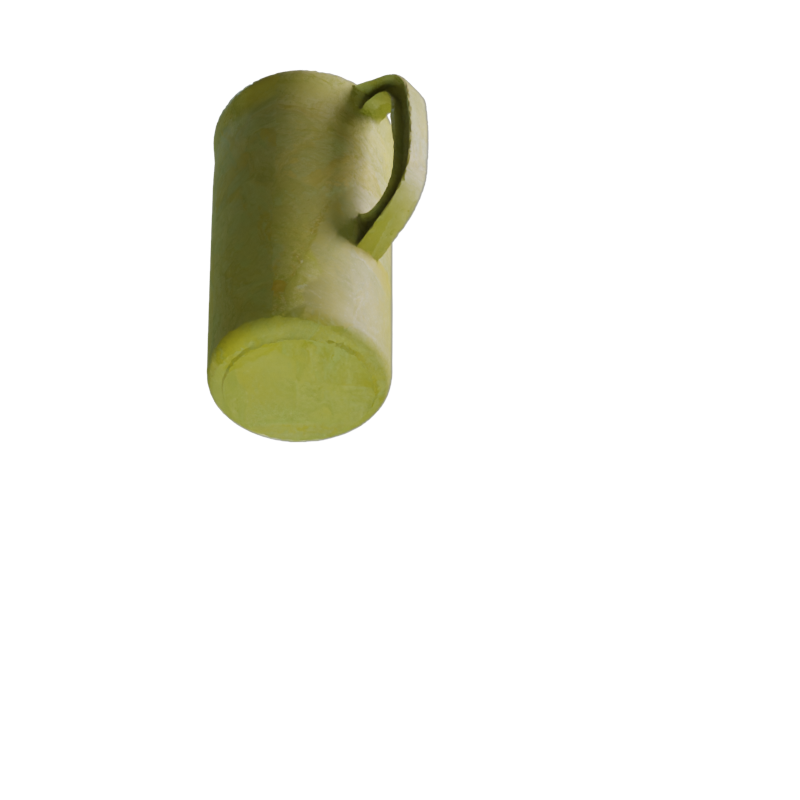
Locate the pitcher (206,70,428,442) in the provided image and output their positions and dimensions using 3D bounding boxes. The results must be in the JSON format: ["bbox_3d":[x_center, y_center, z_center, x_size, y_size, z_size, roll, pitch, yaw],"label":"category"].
[{"bbox_3d":[-0.056,-0.103,0.720,0.144,0.261,0.139,1,-45,-4],"label":"pitcher"}]
